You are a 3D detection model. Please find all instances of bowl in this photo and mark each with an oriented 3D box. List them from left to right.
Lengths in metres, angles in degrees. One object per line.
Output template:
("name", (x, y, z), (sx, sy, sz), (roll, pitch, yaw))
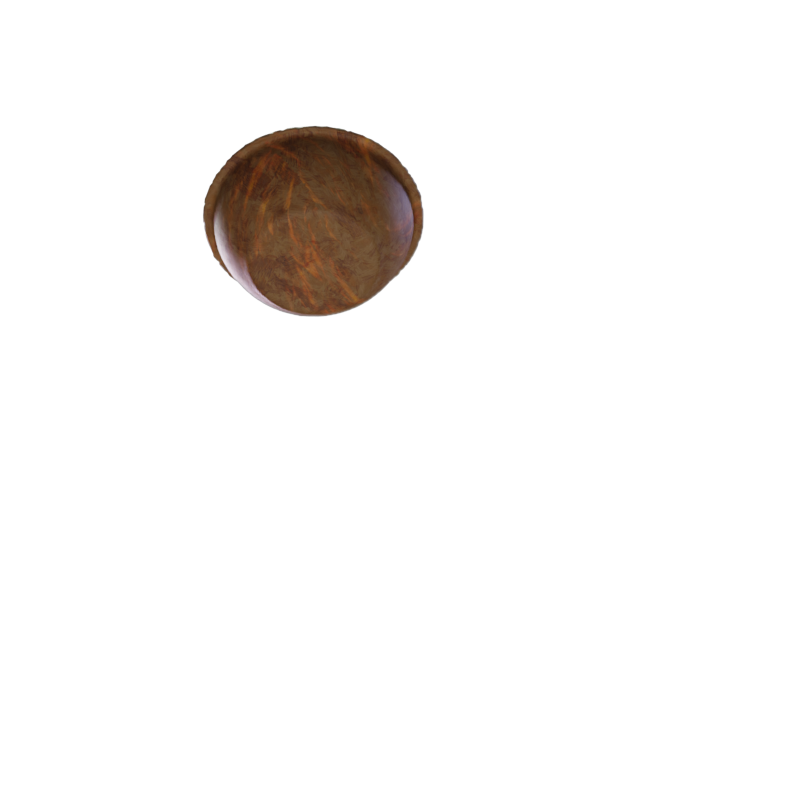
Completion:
("bowl", (-0.062, -0.113, 0.794), (0.162, 0.151, 0.059), (1, 39, -1))
